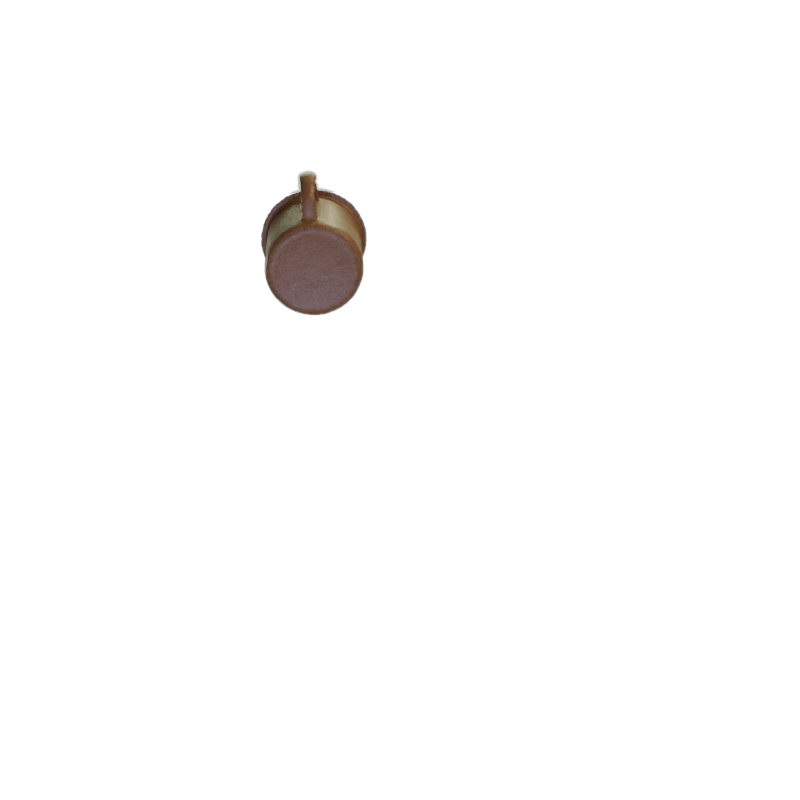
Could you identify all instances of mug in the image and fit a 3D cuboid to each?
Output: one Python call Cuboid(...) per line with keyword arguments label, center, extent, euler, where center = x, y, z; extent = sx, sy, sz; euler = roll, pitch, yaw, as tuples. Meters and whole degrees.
Cuboid(label="mug", center=(-0.073, -0.134, 0.936), extent=(0.093, 0.112, 0.086), euler=(-2, 23, -1))
